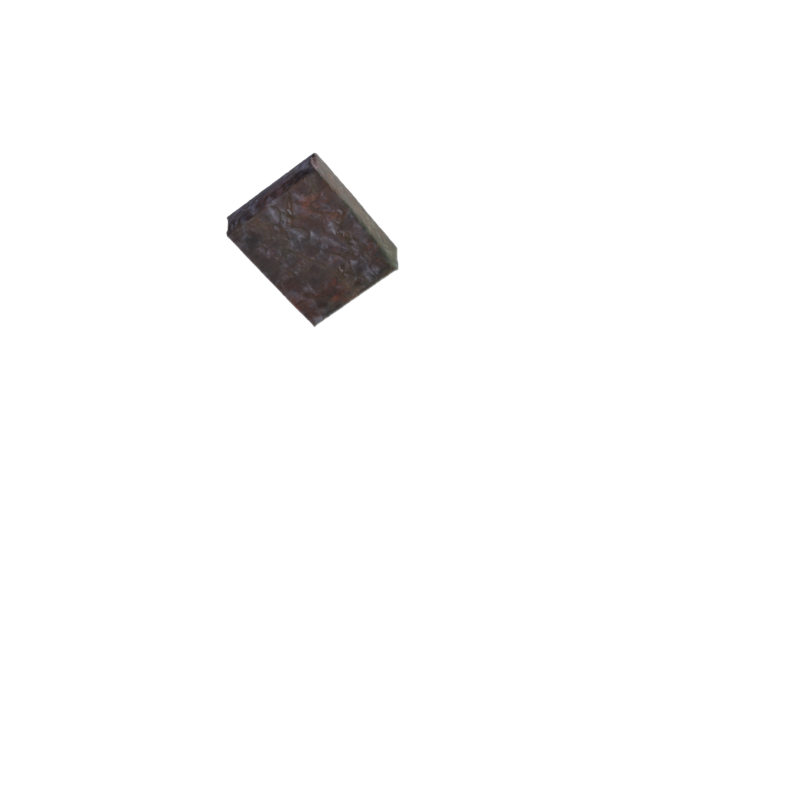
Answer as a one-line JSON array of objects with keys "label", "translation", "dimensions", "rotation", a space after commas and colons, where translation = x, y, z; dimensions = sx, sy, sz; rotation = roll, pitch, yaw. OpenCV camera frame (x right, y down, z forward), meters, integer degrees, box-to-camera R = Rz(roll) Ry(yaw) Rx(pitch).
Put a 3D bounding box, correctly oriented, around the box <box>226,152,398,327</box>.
[{"label": "box", "translation": [-0.068, -0.125, 0.873], "dimensions": [0.089, 0.107, 0.041], "rotation": [-34, 24, 17]}]
